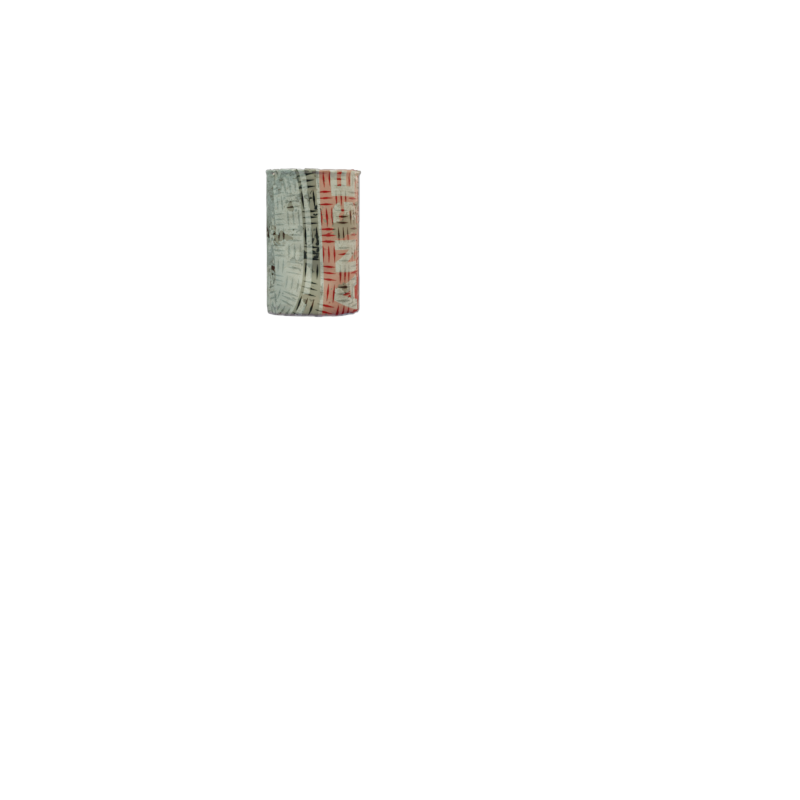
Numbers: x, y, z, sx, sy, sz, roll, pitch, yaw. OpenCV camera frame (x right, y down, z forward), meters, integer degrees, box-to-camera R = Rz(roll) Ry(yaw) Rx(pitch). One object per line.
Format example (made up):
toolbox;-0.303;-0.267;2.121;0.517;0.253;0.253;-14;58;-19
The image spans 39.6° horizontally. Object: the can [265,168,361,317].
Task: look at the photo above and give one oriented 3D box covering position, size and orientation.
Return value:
can;-0.062;-0.113;0.789;0.068;0.102;0.069;0;4;-2
